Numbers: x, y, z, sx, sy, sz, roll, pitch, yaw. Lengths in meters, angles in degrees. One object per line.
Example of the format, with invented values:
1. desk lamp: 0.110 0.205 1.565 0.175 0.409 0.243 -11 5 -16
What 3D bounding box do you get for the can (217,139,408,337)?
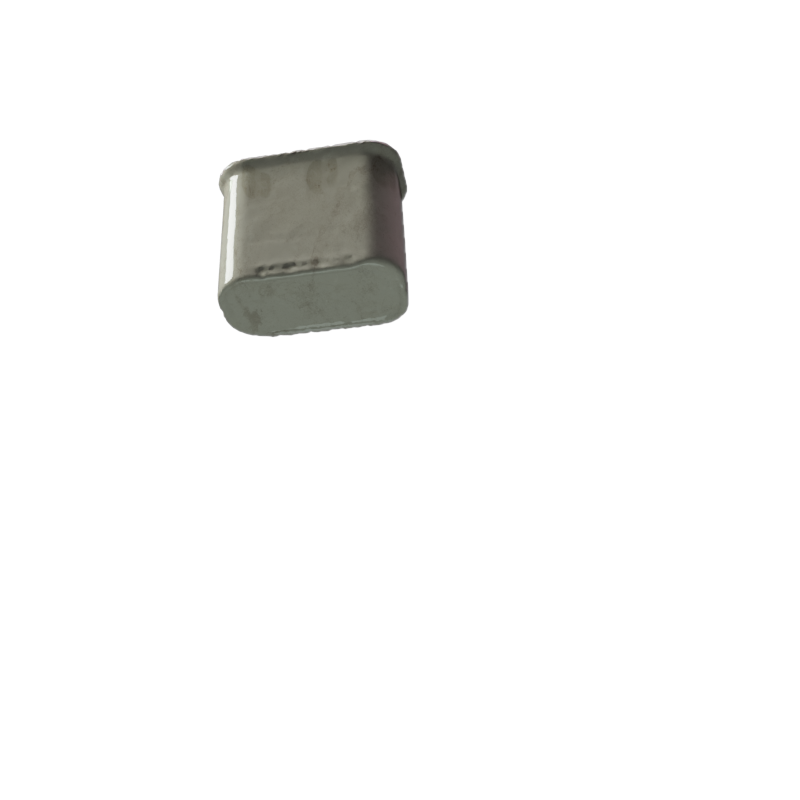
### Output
1. can: -0.046 -0.084 0.589 0.103 0.090 0.053 -7 -37 8
